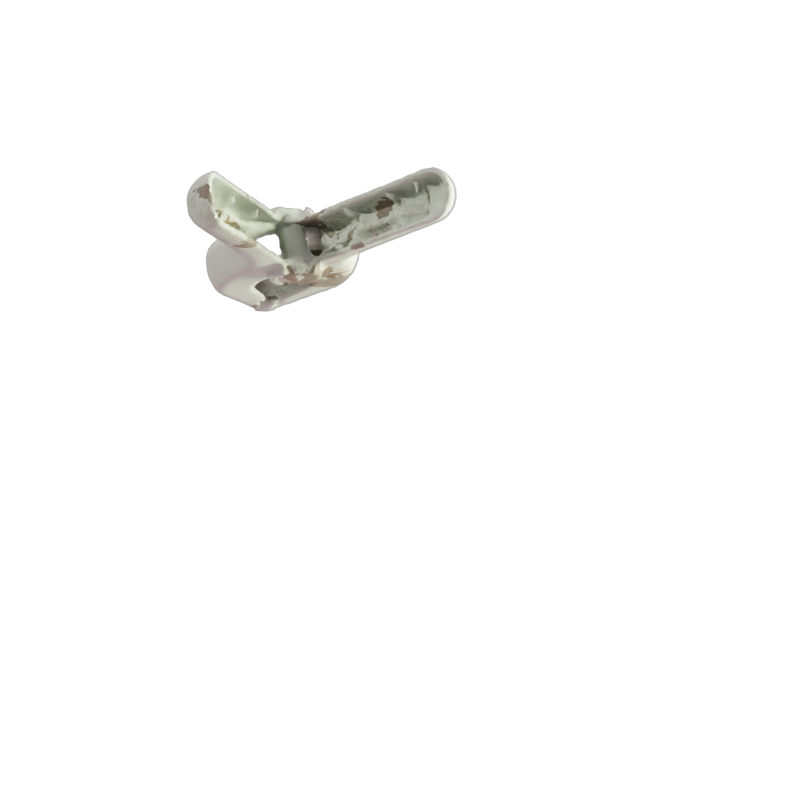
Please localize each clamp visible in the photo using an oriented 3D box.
[{"bbox_3d":[-0.043,-0.078,0.550,0.119,0.040,0.168,1,-7,-7],"label":"clamp"}]
